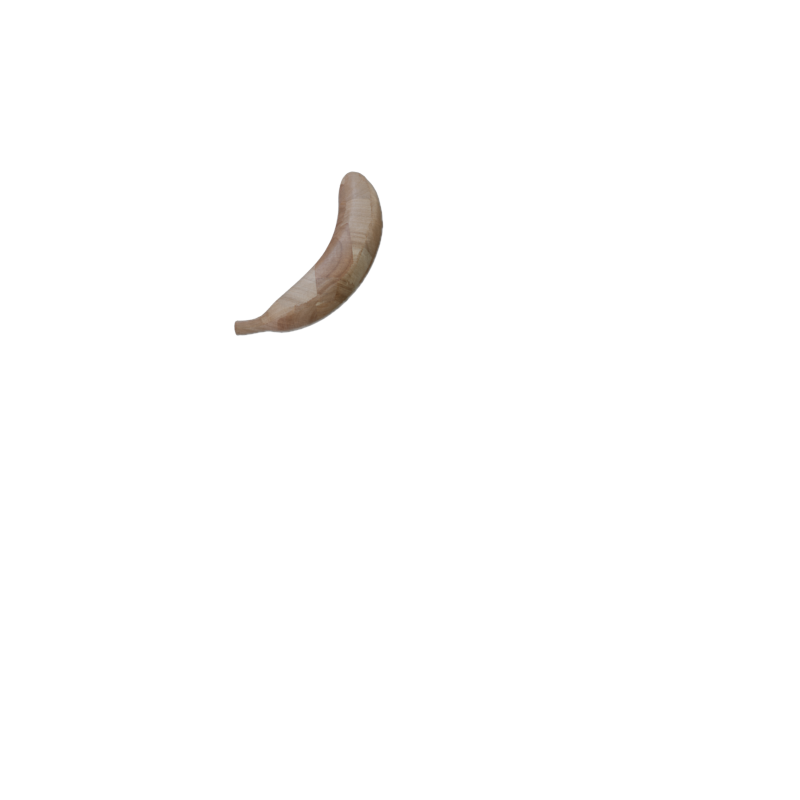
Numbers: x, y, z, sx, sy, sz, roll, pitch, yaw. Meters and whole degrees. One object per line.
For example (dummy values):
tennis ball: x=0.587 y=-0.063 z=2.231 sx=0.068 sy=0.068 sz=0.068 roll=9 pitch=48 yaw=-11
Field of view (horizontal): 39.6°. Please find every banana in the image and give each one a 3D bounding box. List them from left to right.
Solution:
banana: x=-0.053 y=-0.115 z=0.859 sx=0.072 sy=0.034 sz=0.205 roll=18 pitch=49 yaw=16
